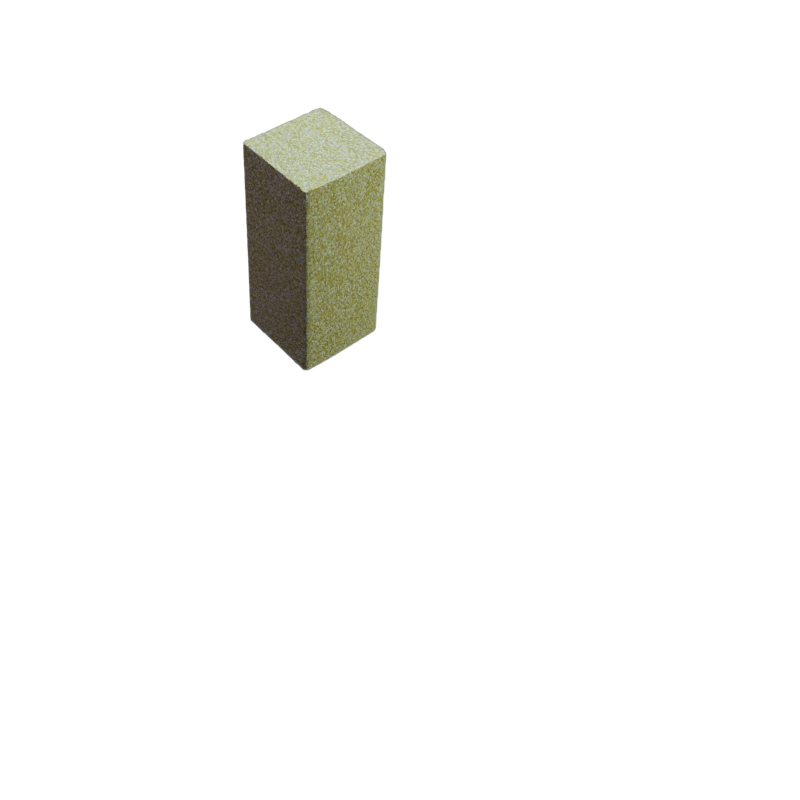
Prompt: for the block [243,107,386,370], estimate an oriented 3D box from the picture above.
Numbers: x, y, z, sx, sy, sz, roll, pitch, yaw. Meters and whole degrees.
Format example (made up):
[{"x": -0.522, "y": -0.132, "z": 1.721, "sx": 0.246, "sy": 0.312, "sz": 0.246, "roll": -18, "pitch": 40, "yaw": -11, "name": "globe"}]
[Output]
[{"x": -0.077, "y": -0.141, "z": 0.988, "sx": 0.090, "sy": 0.192, "sz": 0.097, "roll": -29, "pitch": 52, "yaw": -30, "name": "block"}]
